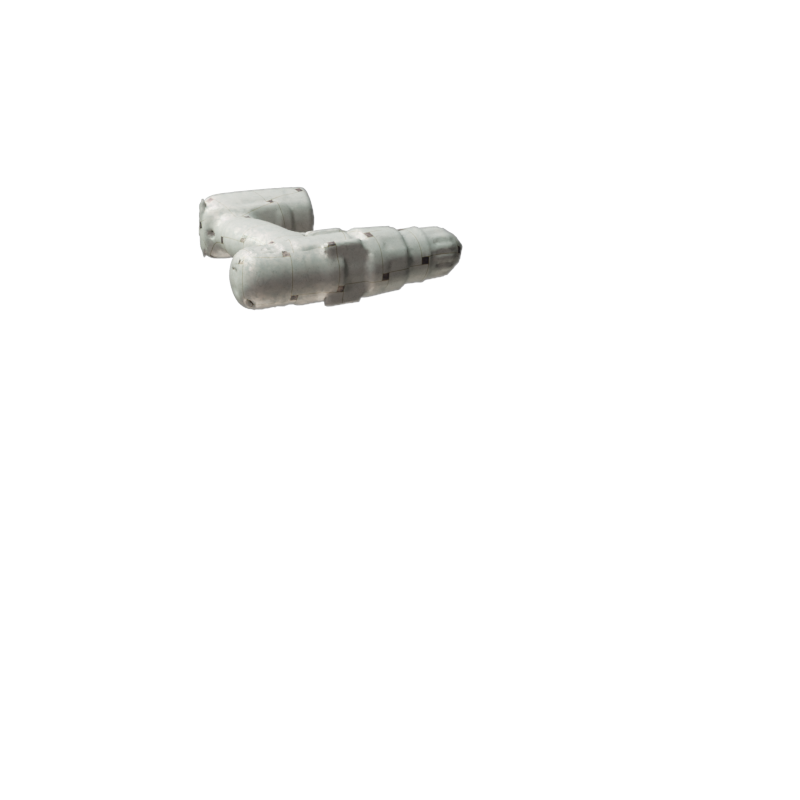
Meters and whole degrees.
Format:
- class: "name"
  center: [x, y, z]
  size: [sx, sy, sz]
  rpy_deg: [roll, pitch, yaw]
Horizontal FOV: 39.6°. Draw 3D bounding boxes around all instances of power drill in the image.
- class: "power drill"
  center: [-0.069, -0.126, 0.883]
  size: [0.180, 0.055, 0.199]
  rpy_deg: [-10, 22, -25]
